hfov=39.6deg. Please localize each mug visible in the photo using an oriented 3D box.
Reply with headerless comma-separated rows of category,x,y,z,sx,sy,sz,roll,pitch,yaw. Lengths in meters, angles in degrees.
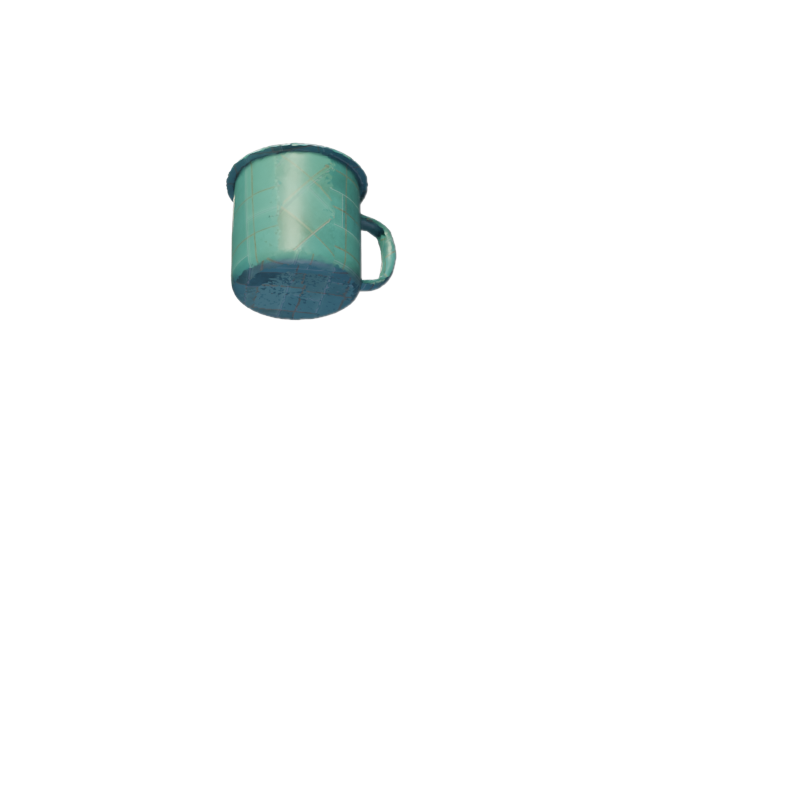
mug,-0.056,-0.101,0.709,0.112,0.087,0.092,14,-31,-27
